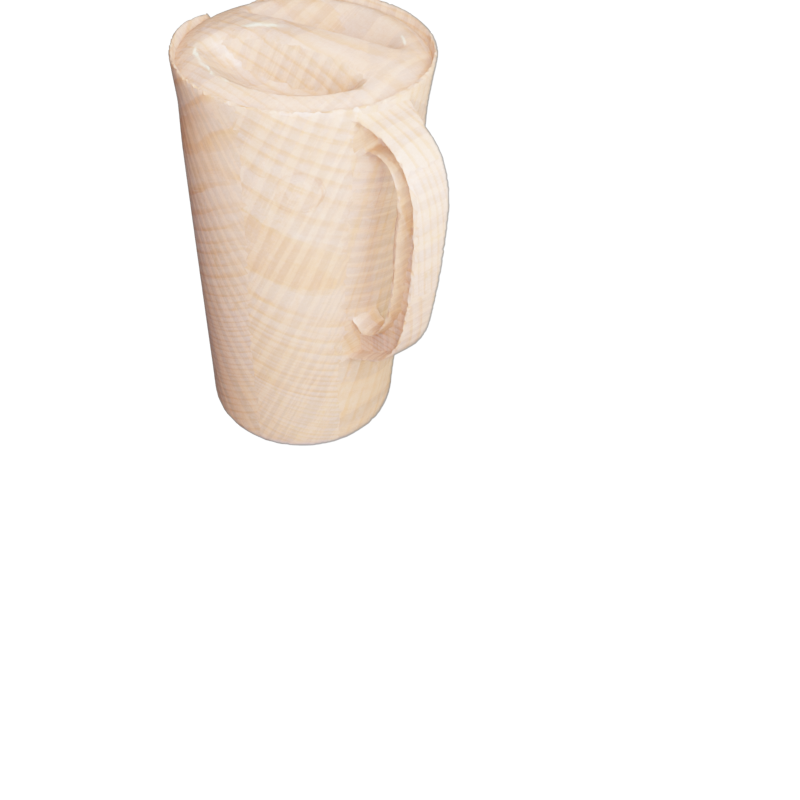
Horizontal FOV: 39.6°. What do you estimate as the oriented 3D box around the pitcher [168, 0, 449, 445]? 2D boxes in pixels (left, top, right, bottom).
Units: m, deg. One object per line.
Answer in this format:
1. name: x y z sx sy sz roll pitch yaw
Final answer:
1. pitcher: -0.048 -0.087 0.607 0.146 0.227 0.158 6 40 4
